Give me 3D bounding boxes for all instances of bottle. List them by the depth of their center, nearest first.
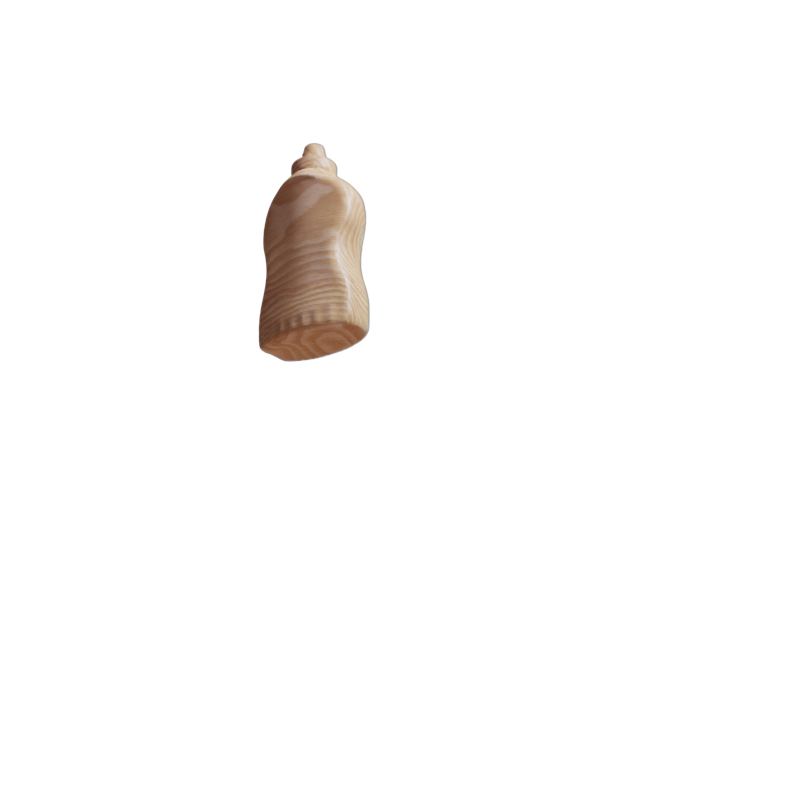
[{"bbox_3d":[-0.073,-0.134,0.940,0.097,0.203,0.054,-20,-32,33],"label":"bottle"}]
